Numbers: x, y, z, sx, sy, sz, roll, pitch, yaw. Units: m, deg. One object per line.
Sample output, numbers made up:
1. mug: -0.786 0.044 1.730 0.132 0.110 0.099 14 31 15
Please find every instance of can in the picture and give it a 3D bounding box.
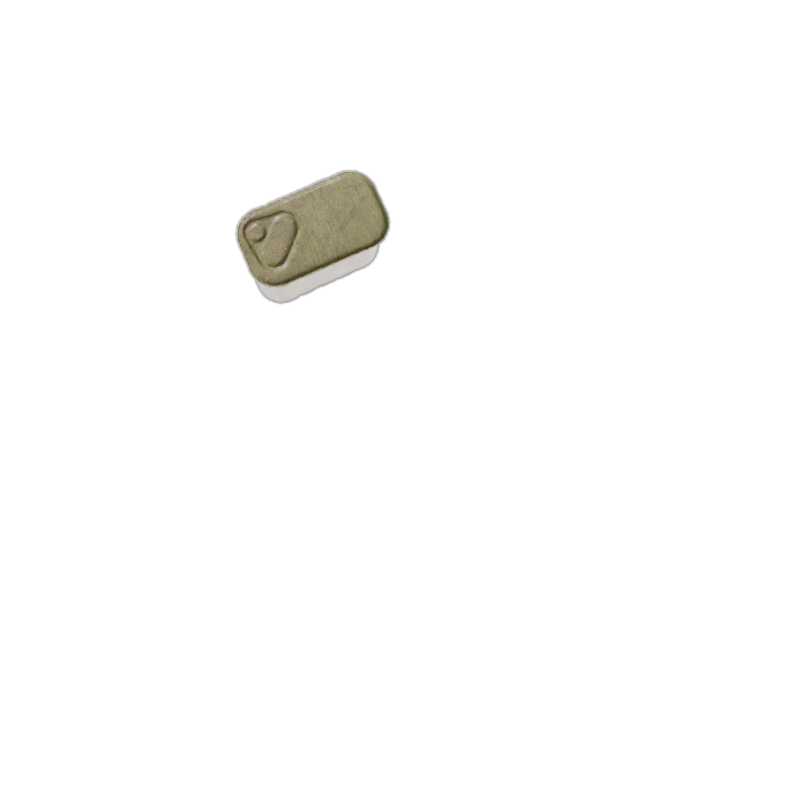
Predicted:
1. can: -0.062 -0.113 0.793 0.102 0.059 0.082 -24 -6 -6
